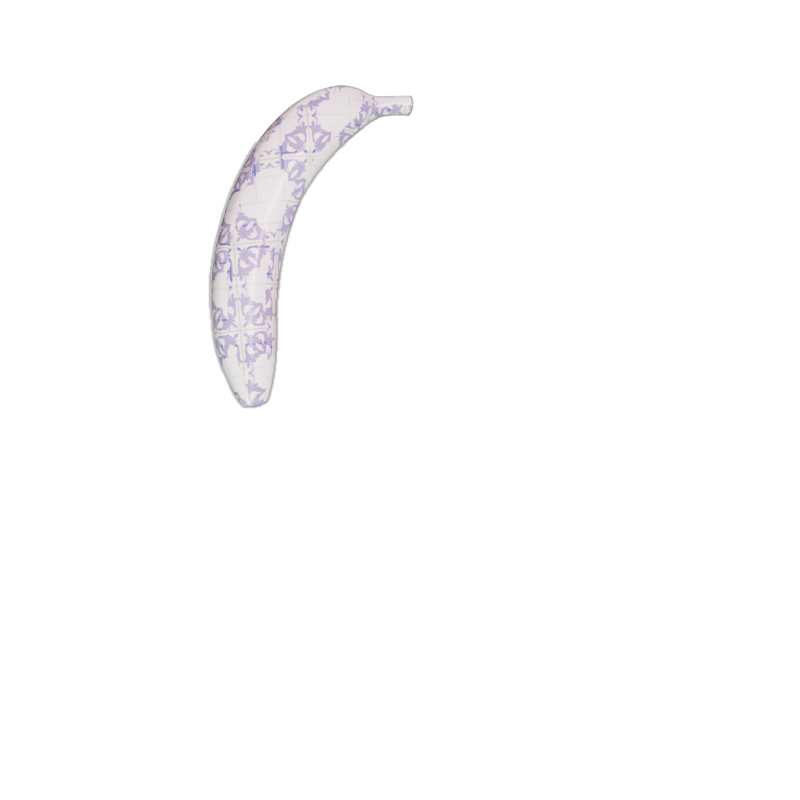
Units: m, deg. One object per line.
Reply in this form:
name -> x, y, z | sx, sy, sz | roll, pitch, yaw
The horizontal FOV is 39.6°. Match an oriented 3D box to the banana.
banana -> -0.062, -0.097, 0.601 | 0.070, 0.201, 0.036 | 25, -11, 4
